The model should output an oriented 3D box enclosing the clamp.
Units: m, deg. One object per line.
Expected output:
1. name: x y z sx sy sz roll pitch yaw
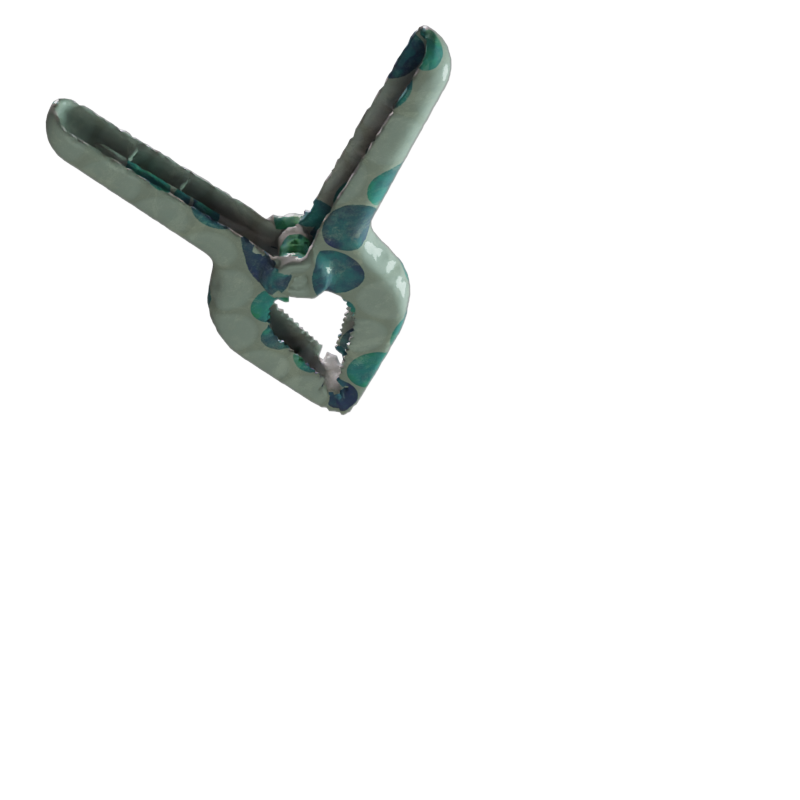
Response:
1. clamp: -0.039 -0.071 0.495 0.166 0.039 0.194 -12 -45 13
